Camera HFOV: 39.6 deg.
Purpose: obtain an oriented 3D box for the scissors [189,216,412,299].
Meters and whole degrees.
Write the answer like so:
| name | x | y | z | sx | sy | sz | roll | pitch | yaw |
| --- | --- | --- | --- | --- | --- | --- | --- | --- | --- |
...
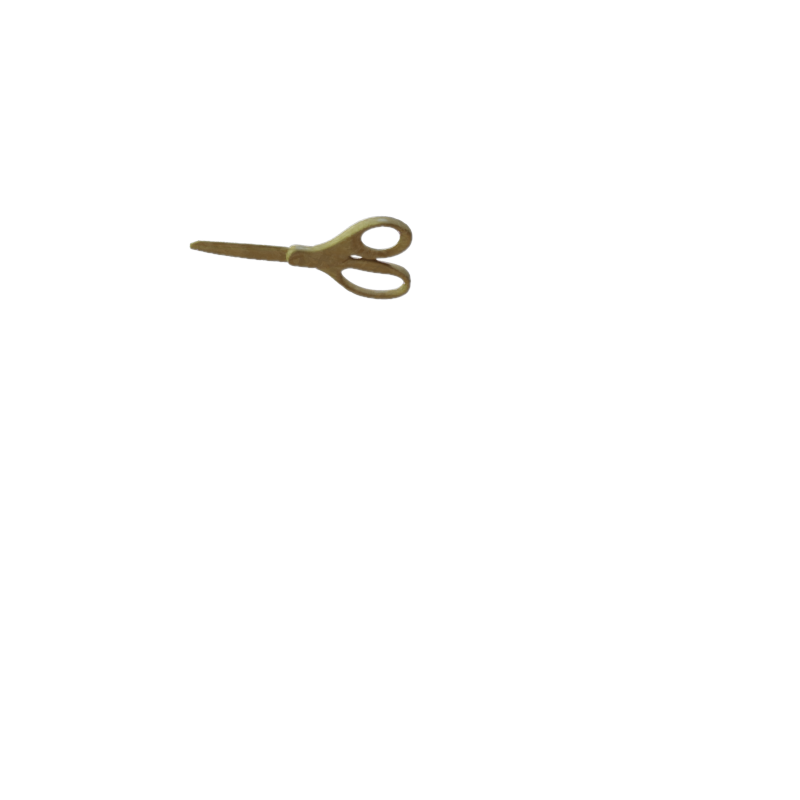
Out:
| name | x | y | z | sx | sy | sz | roll | pitch | yaw |
| --- | --- | --- | --- | --- | --- | --- | --- | --- | --- |
| scissors | -0.077 | -0.141 | 0.987 | 0.196 | 0.092 | 0.017 | 17 | 37 | -14 |
